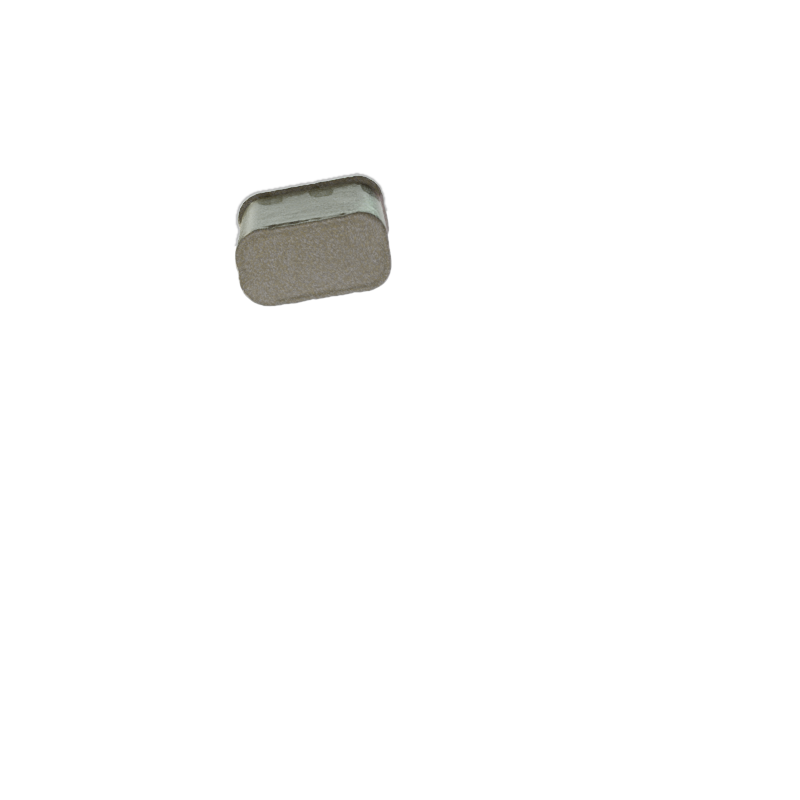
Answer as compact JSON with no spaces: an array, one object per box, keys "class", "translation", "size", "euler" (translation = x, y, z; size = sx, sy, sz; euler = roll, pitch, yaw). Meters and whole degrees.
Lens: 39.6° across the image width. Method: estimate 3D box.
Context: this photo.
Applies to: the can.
[{"class":"can","translation":[-0.057,-0.103,0.724],"size":[0.102,0.055,0.088],"euler":[-10,23,2]}]
